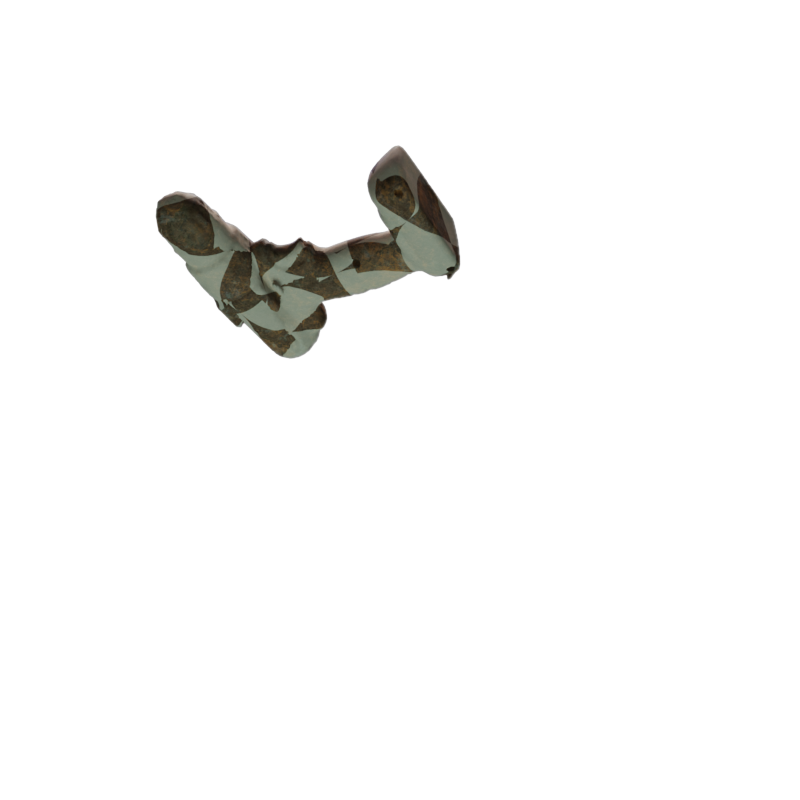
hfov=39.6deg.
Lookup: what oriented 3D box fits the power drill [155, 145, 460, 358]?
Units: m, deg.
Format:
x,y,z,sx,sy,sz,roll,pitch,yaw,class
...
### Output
x,y,z,sx,sy,sz,roll,pitch,yaw,class
-0.065,-0.118,0.826,0.189,0.062,0.170,-20,-43,23,power drill
